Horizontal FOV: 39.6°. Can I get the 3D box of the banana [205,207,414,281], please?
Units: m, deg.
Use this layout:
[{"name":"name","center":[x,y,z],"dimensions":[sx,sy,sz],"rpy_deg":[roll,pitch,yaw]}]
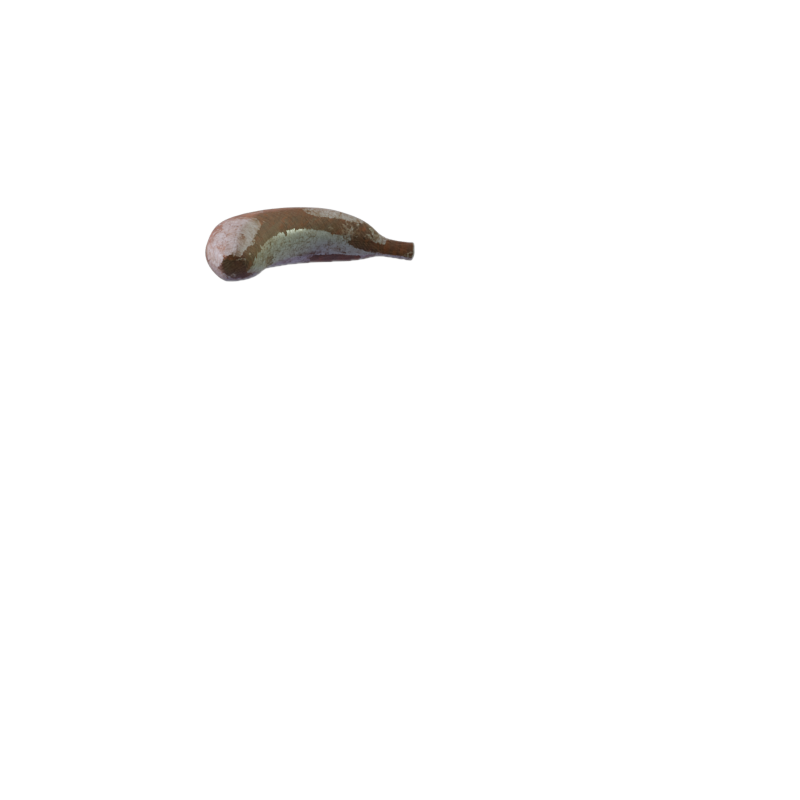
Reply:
[{"name":"banana","center":[-0.065,-0.096,0.663],"dimensions":[0.072,0.036,0.194],"rpy_deg":[6,14,30]}]
